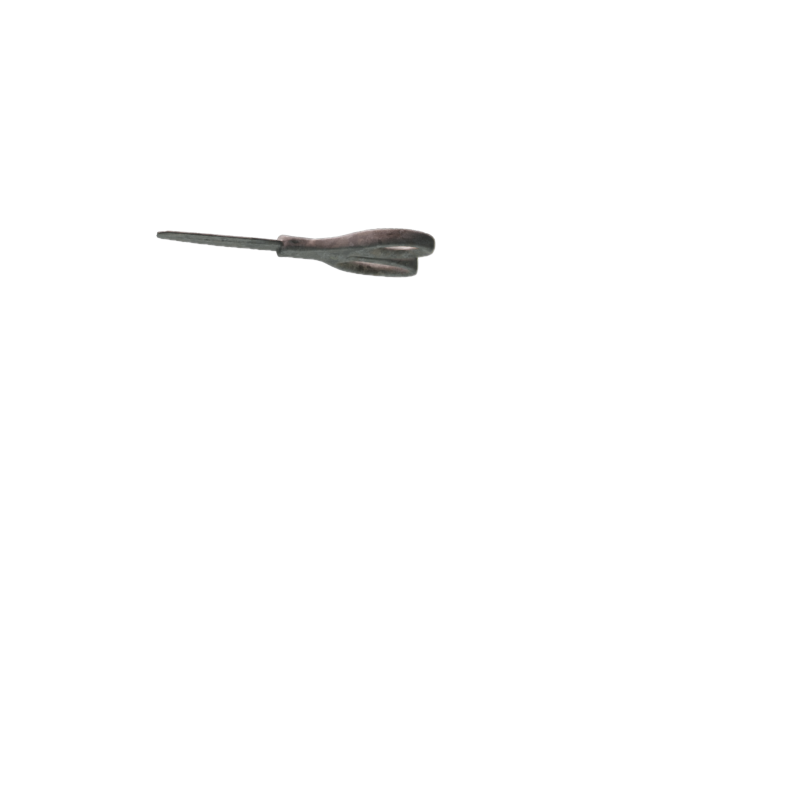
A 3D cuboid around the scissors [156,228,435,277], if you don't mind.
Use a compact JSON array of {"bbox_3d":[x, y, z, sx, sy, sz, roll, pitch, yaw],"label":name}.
[{"bbox_3d":[-0.062,-0.113,0.789,0.193,0.016,0.097,6,-12,-33],"label":"scissors"}]
